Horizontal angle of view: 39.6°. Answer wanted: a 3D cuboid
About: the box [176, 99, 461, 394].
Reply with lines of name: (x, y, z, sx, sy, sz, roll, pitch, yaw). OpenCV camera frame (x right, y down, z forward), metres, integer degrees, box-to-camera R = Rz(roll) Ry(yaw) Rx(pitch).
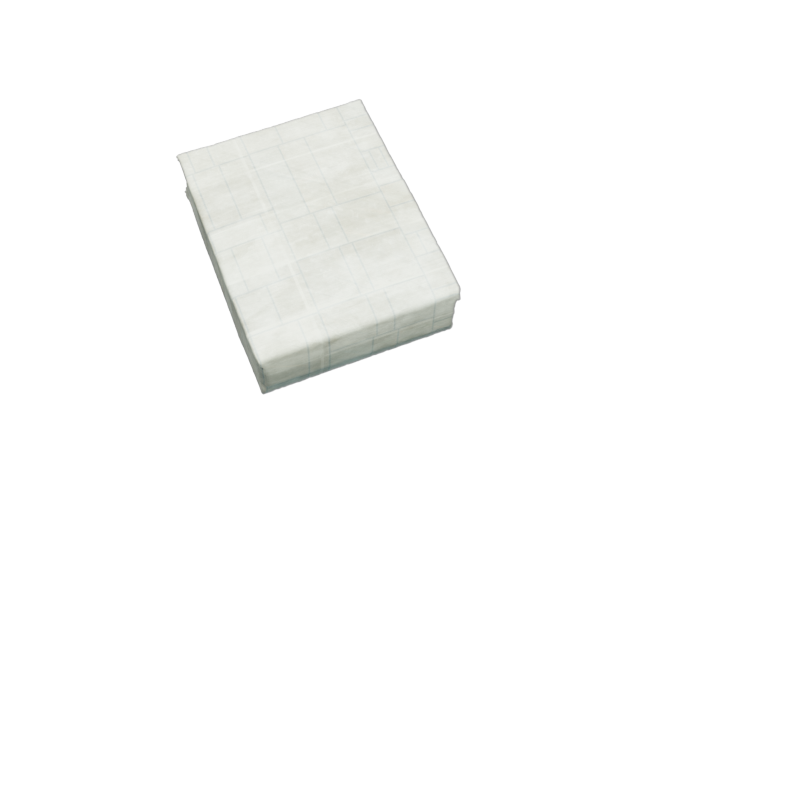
box: (-0.038, -0.069, 0.486, 0.089, 0.122, 0.036, -19, -29, -12)
